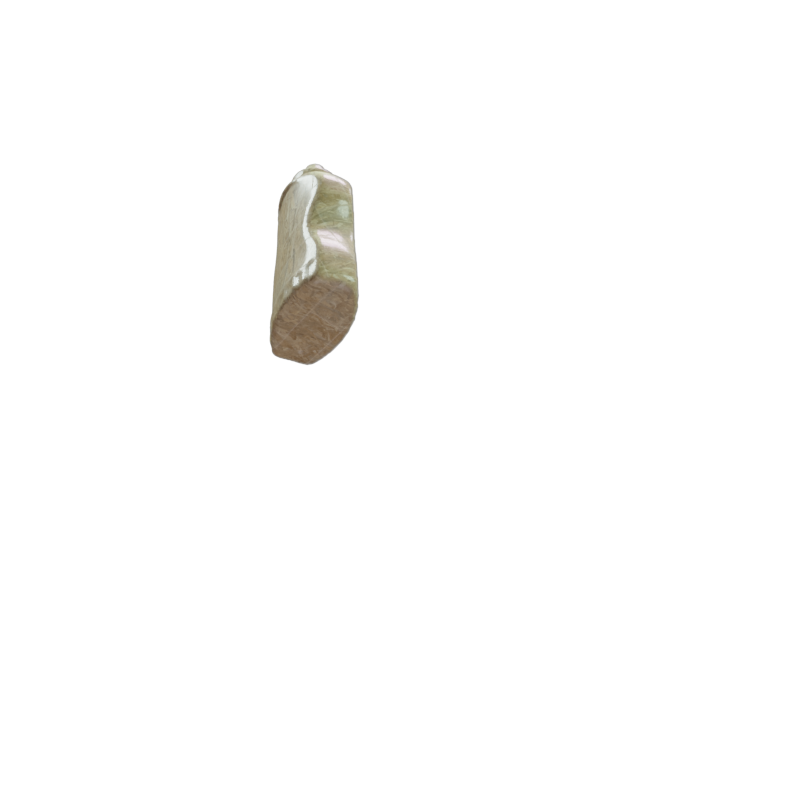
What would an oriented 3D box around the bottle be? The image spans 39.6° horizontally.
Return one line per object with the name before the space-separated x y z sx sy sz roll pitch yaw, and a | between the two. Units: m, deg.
bottle | -0.069 -0.127 0.888 0.057 0.206 0.092 15 -49 -18
